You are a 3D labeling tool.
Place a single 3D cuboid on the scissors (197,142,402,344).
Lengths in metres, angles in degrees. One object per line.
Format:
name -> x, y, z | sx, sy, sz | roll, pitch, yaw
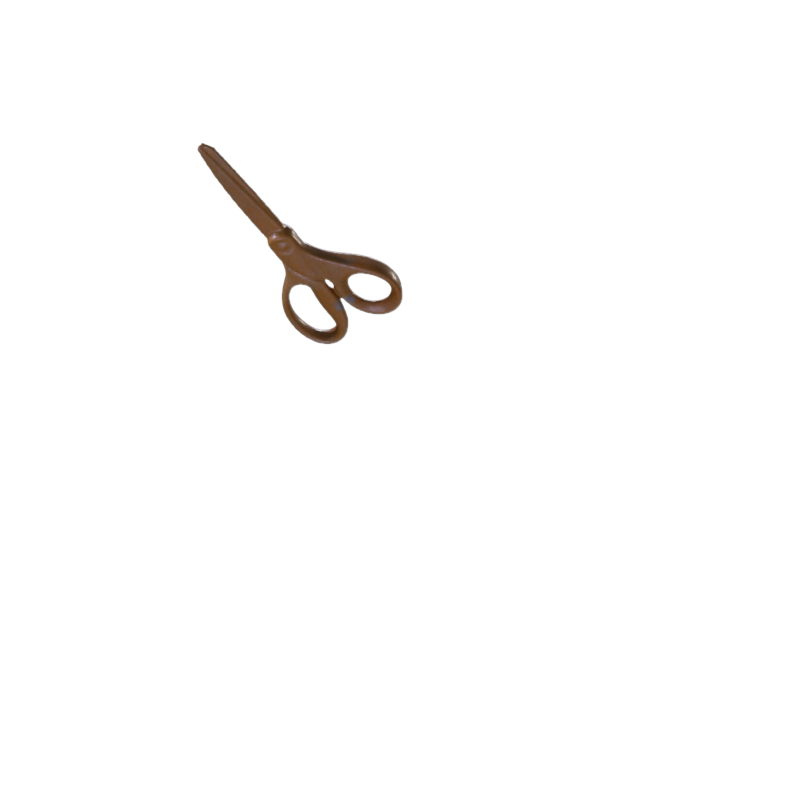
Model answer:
scissors -> -0.059, -0.107, 0.752 | 0.097, 0.017, 0.186 | -9, -41, 10
